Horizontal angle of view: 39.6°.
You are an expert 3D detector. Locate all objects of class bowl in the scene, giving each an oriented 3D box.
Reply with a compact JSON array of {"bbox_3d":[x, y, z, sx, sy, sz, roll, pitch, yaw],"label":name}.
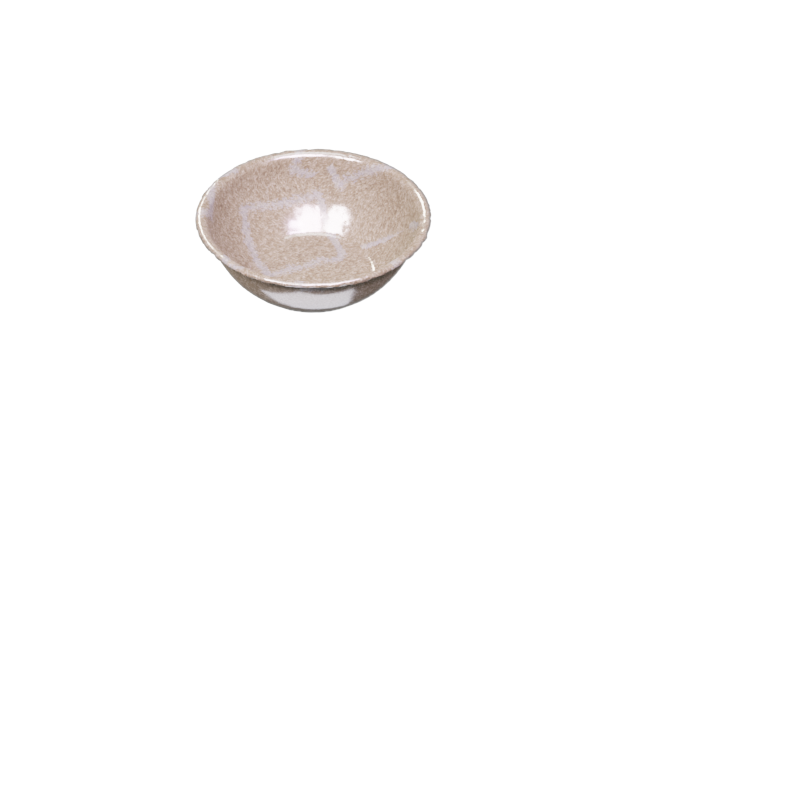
[{"bbox_3d":[-0.061,-0.111,0.778,0.162,0.051,0.174,-1,42,-2],"label":"bowl"}]
